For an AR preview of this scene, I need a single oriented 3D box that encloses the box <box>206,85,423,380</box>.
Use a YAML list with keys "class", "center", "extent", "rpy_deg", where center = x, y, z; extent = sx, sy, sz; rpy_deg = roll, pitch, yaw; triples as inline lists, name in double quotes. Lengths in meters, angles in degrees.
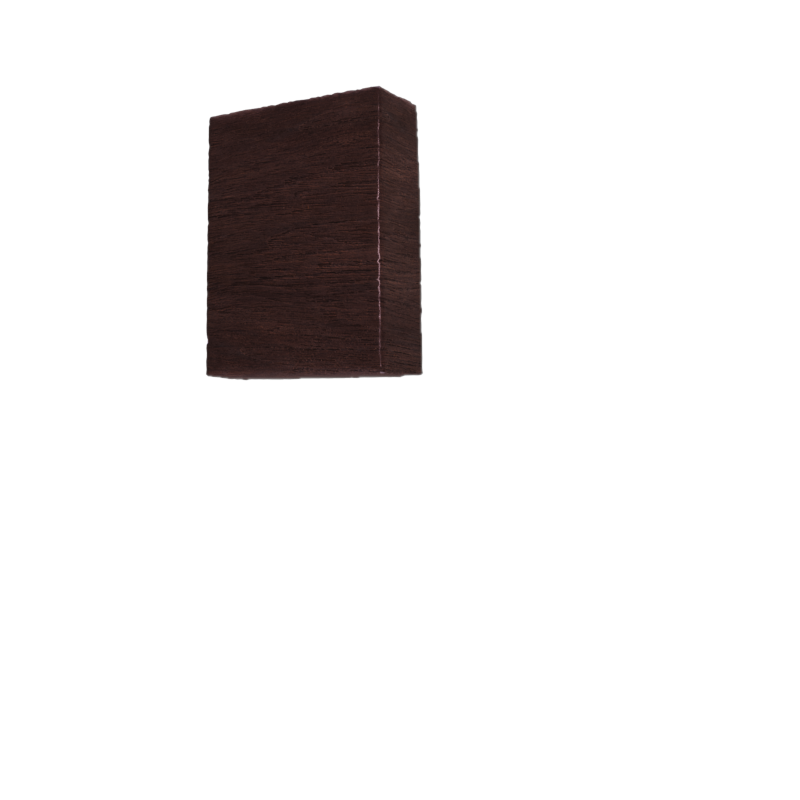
- class: "box"
  center: [-0.068, -0.125, 0.873]
  extent: [0.169, 0.218, 0.068]
  rpy_deg: [-4, -9, 31]
